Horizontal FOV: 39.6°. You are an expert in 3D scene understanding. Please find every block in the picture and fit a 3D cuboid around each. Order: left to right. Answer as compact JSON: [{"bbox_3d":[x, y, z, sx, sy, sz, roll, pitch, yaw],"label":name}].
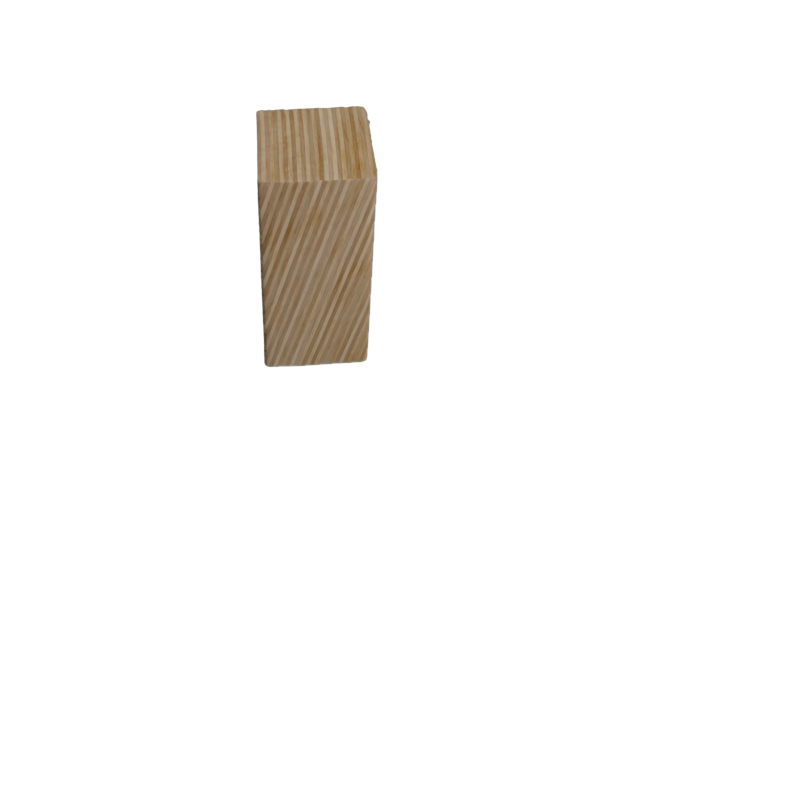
[{"bbox_3d":[-0.070,-0.129,0.908,0.090,0.098,0.192,-2,-43,-6],"label":"block"}]
